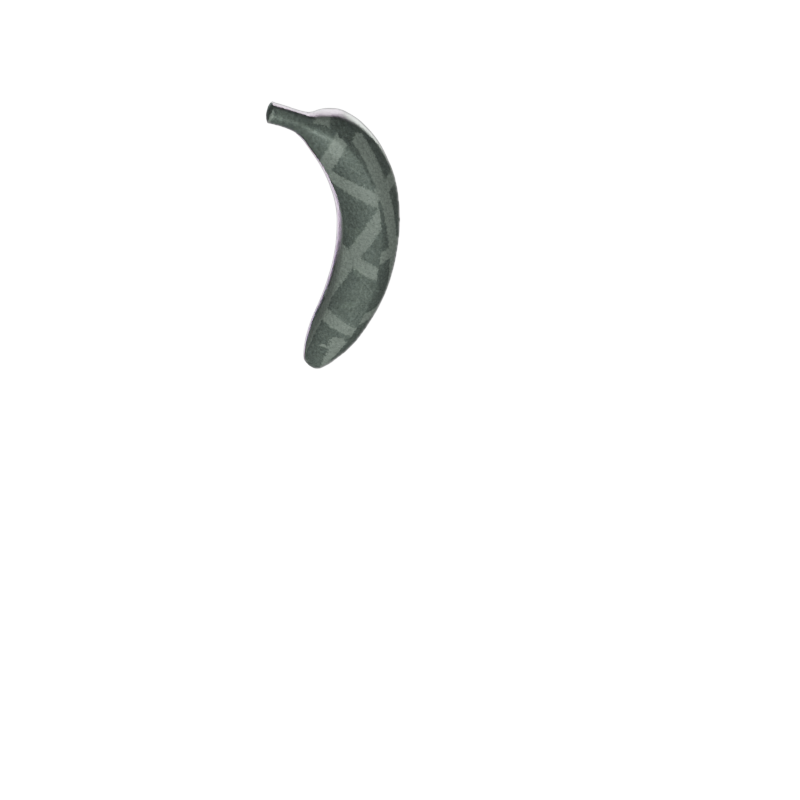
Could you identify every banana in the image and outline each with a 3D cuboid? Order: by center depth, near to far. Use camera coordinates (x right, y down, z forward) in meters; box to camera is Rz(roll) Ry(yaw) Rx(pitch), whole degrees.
[{"bbox_3d":[-0.034,-0.100,0.665,0.070,0.184,0.039,-4,39,2],"label":"banana"}]
